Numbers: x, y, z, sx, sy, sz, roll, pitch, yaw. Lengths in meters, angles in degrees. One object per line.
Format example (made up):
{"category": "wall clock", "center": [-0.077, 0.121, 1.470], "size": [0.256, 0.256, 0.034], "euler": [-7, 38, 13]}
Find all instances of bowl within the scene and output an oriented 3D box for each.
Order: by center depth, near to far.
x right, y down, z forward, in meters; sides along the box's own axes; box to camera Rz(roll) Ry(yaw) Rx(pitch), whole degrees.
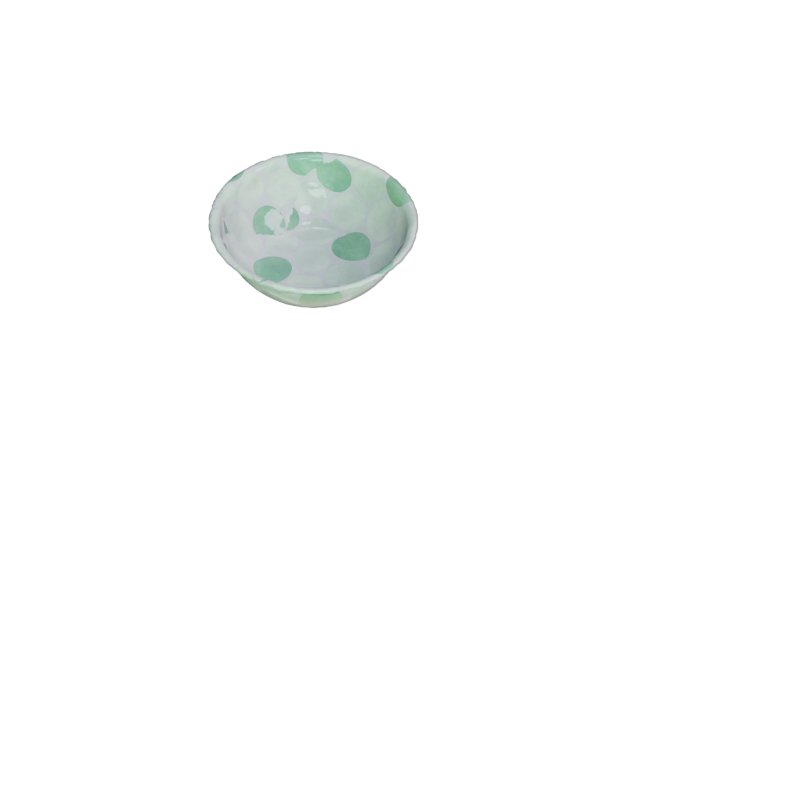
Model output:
{"category": "bowl", "center": [-0.068, -0.124, 0.870], "size": [0.162, 0.174, 0.051], "euler": [-1, -43, -1]}
